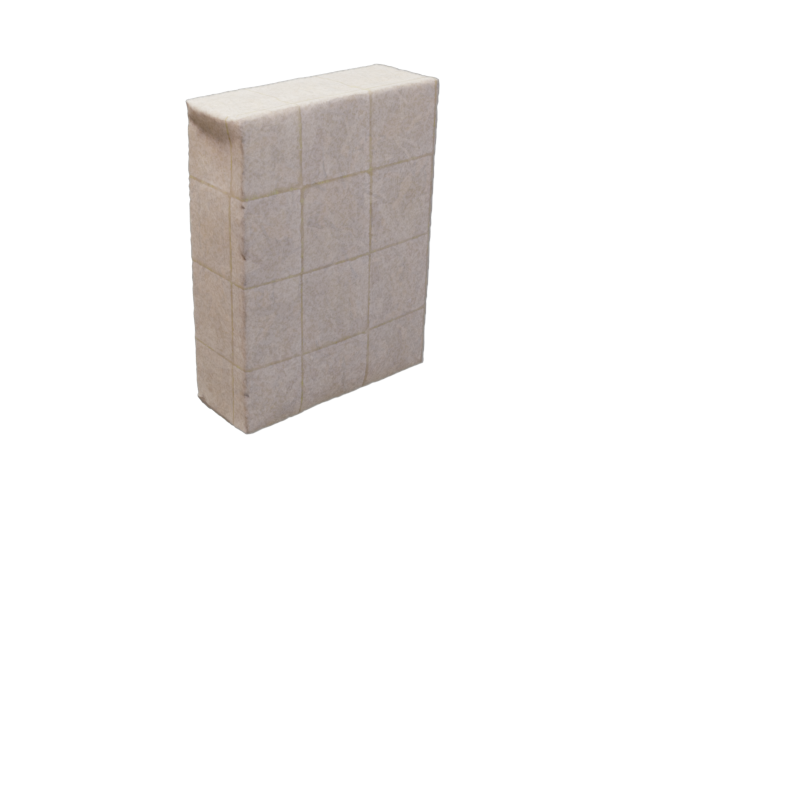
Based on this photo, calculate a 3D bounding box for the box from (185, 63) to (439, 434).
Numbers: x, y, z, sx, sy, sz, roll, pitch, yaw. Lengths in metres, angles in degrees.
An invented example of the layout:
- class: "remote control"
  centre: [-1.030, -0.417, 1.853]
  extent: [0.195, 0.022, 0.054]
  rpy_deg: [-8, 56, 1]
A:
- class: "box"
  centre: [-0.058, -0.106, 0.744]
  extent: [0.162, 0.203, 0.077]
  rpy_deg: [-20, 31, -38]
